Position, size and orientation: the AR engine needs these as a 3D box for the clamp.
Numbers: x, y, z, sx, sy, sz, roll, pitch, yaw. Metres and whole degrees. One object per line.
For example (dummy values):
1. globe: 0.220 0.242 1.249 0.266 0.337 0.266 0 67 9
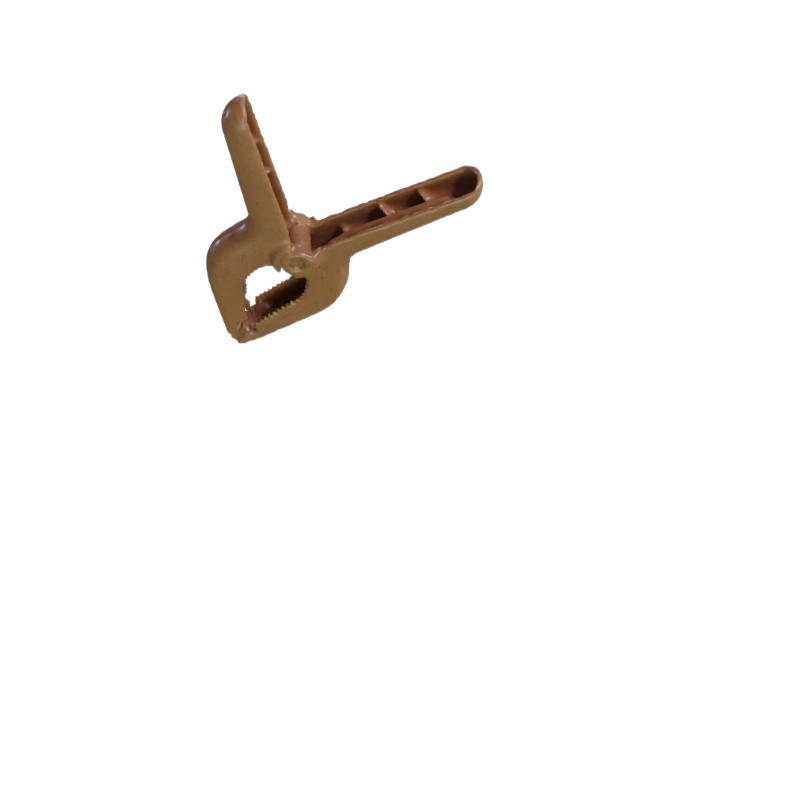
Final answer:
1. clamp: -0.055 -0.101 0.706 0.160 0.039 0.201 12 -37 -16
